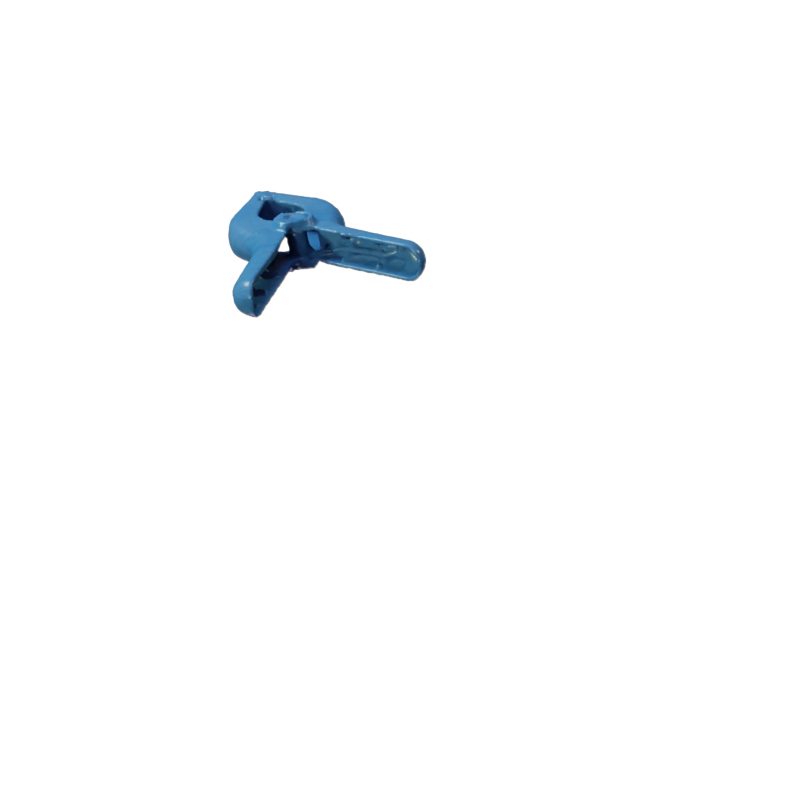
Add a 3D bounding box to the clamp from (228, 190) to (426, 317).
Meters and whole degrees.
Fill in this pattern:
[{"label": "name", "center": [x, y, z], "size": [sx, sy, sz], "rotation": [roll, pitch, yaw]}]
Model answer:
[{"label": "clamp", "center": [-0.057, -0.104, 0.728], "size": [0.119, 0.037, 0.183], "rotation": [-6, 29, -11]}]
